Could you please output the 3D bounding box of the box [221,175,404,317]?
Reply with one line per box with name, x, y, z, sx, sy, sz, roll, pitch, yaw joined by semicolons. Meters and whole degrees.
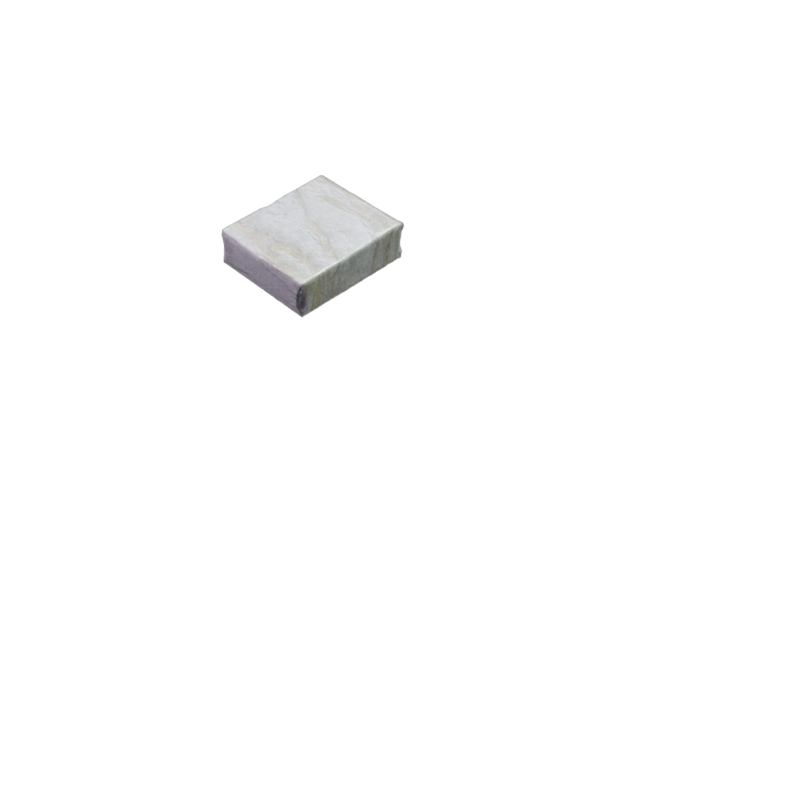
box;-0.053;-0.098;0.685;0.078;0.028;0.090;34;52;31
